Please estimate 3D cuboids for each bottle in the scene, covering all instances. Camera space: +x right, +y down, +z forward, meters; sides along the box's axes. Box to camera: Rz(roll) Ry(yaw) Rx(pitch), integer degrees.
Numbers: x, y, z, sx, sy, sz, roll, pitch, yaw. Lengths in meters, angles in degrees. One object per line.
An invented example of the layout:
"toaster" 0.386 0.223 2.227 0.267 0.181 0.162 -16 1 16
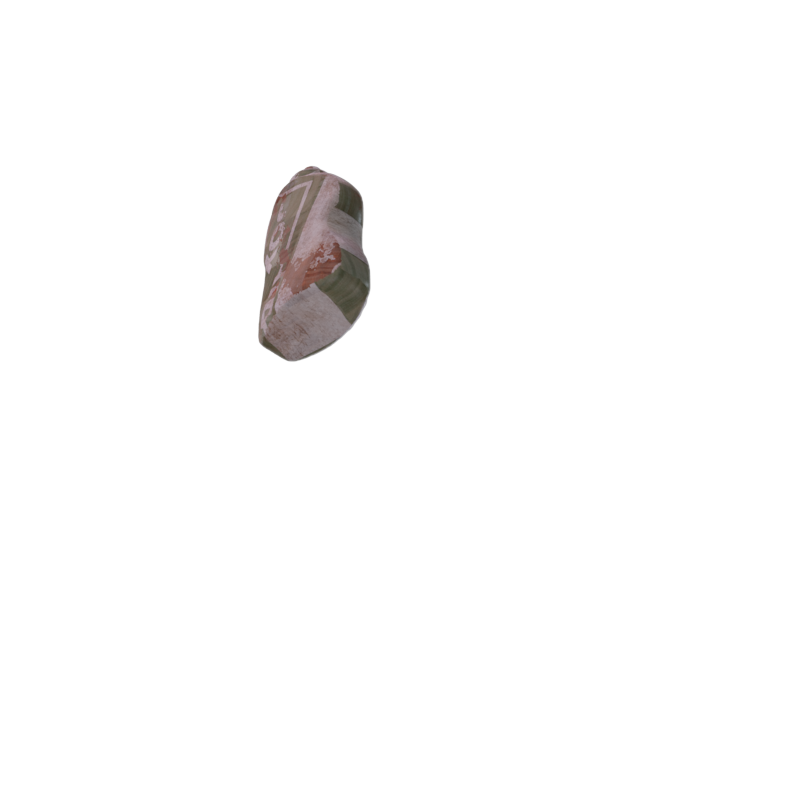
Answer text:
"bottle" -0.069 -0.125 0.875 0.055 0.206 0.094 31 -57 -28
